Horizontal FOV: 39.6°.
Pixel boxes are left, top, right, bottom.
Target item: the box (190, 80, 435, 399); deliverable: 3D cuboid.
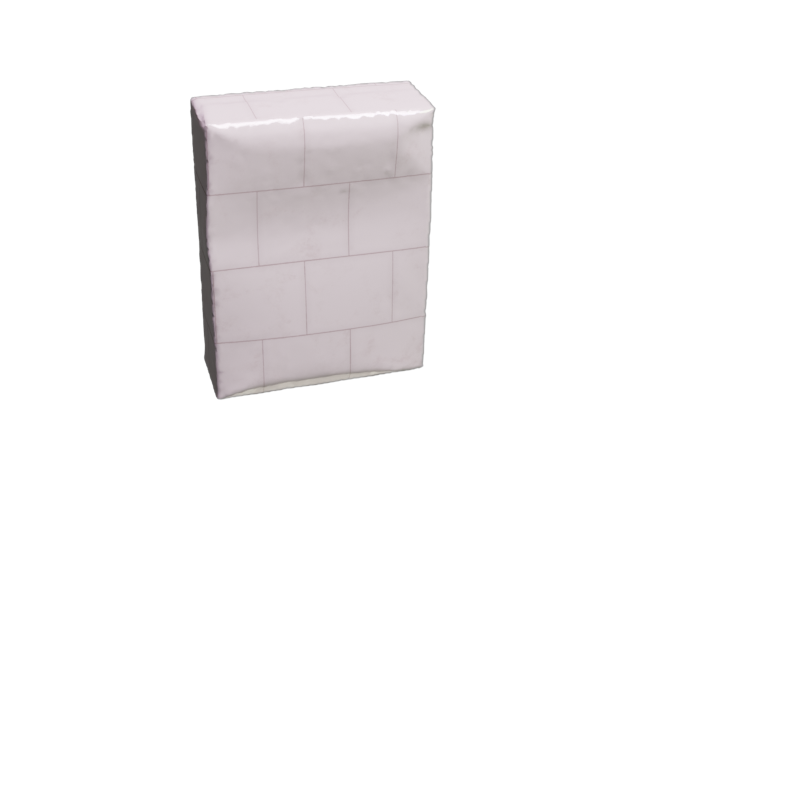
[{"bbox_3d":[-0.063,-0.115,0.806,0.162,0.202,0.077,-7,29,-14],"label":"box"}]
